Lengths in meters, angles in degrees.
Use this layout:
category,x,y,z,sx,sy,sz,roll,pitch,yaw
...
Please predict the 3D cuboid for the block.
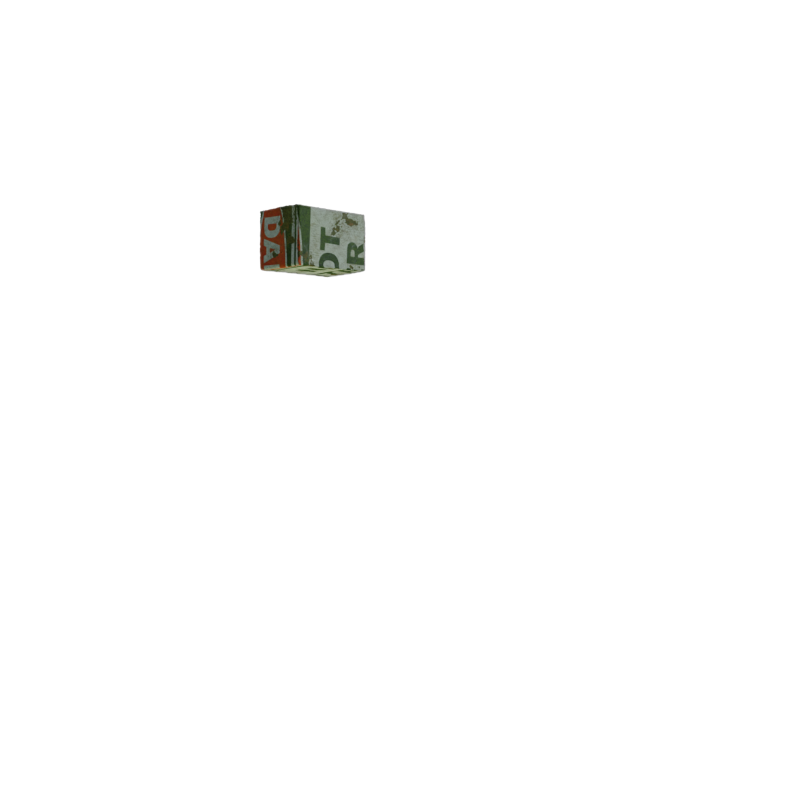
category,x,y,z,sx,sy,sz,roll,pitch,yaw
block,-0.074,-0.135,0.945,0.074,0.052,0.054,3,-5,-44
